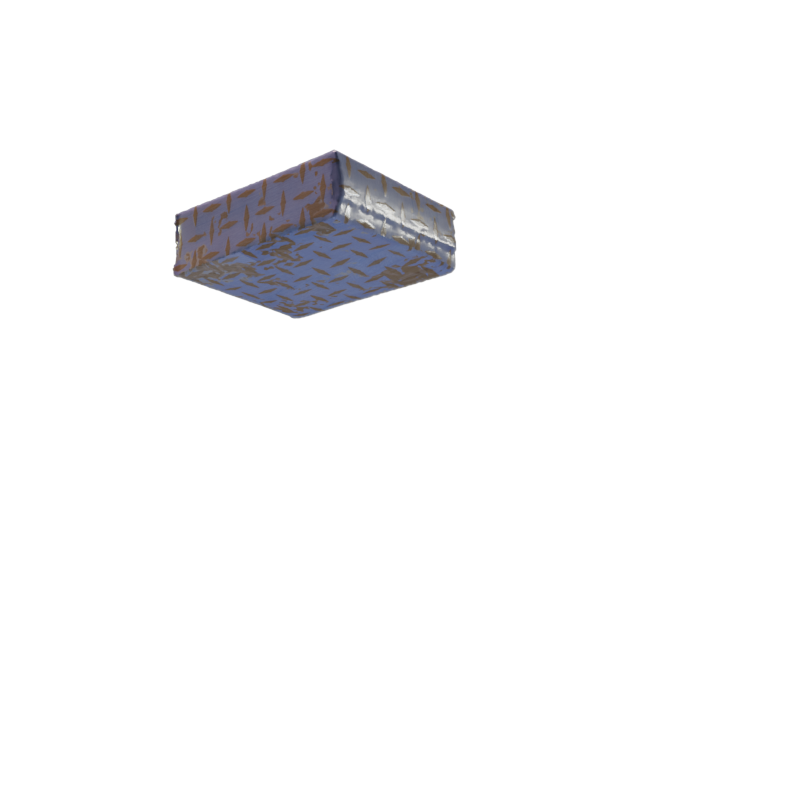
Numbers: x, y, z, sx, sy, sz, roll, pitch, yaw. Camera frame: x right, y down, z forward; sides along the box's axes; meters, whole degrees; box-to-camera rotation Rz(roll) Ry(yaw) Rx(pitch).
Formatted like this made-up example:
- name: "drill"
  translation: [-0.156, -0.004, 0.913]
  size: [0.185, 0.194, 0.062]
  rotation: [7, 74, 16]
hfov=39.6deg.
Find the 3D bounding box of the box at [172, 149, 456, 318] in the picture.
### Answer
- name: "box"
  translation: [-0.043, -0.078, 0.548]
  size: [0.115, 0.041, 0.084]
  rotation: [-15, -23, 38]
